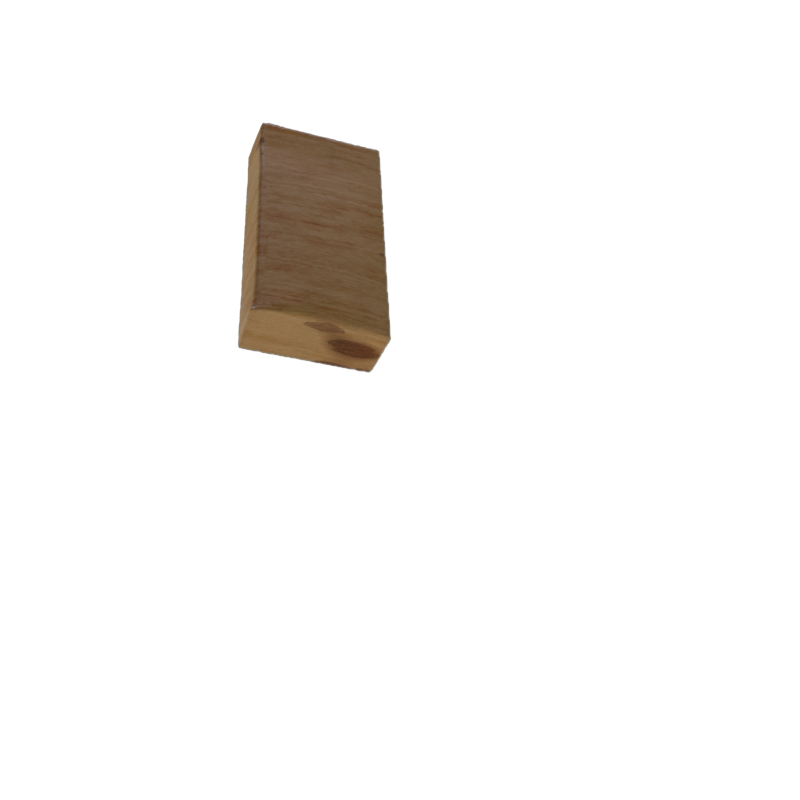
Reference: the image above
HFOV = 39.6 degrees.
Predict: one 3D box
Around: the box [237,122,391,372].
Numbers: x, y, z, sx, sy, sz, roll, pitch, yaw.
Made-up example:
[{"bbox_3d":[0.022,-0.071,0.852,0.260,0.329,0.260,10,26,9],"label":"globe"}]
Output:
[{"bbox_3d":[-0.059,-0.108,0.756,0.091,0.189,0.046,11,-43,-15],"label":"box"}]
